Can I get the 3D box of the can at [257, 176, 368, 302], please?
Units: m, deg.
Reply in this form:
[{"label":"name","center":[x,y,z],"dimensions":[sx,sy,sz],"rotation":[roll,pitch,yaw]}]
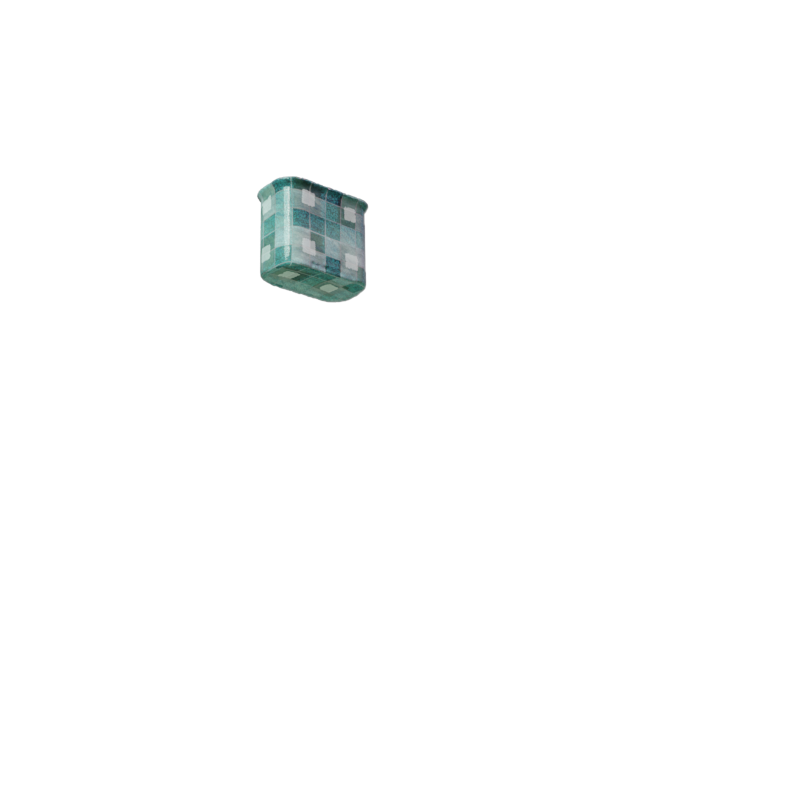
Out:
[{"label":"can","center":[-0.077,-0.141,0.984],"dimensions":[0.096,0.088,0.058],"rotation":[15,-28,-37]}]
